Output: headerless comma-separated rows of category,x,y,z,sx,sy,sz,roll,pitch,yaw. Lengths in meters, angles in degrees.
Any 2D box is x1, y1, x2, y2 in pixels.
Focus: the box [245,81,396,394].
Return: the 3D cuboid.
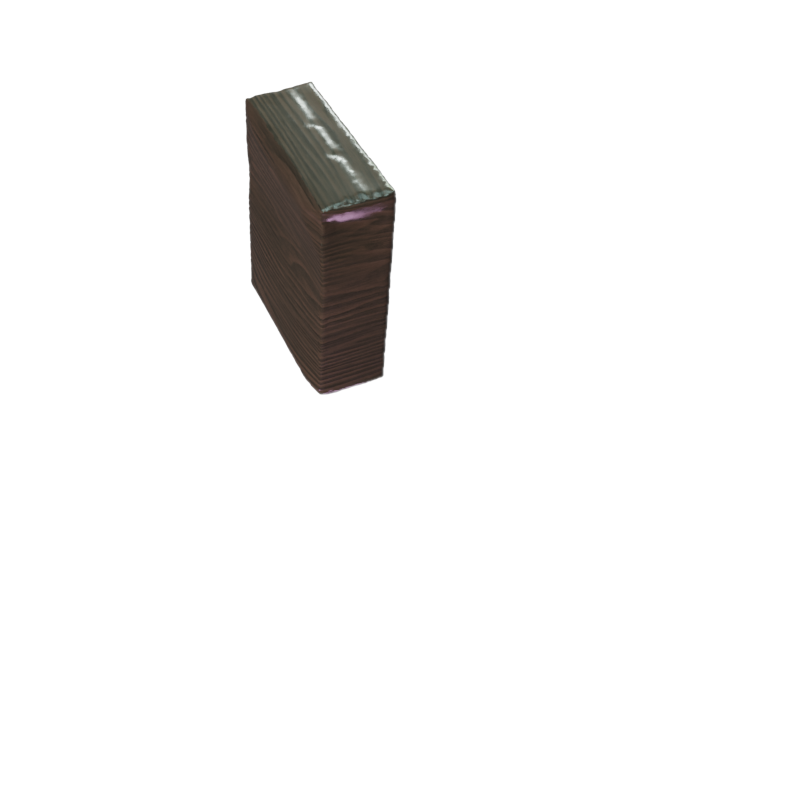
box,-0.074,-0.135,0.947,0.071,0.199,0.178,-17,49,-19
